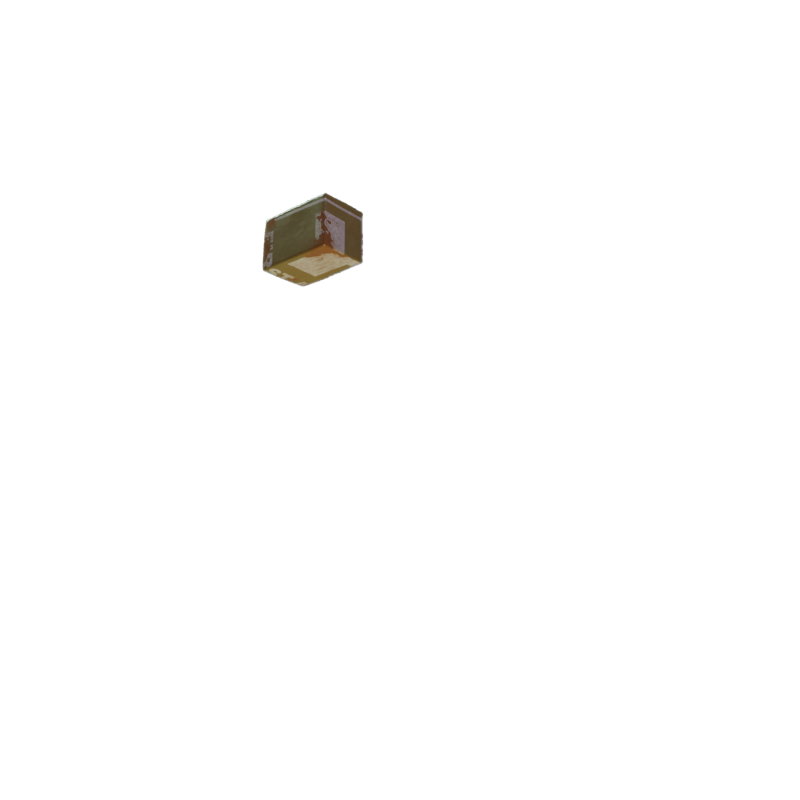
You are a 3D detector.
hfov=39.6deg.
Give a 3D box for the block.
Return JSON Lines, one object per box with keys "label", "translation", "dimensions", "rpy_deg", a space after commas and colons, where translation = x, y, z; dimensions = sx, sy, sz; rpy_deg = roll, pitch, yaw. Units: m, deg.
{"label": "block", "translation": [-0.078, -0.142, 0.994], "dimensions": [0.079, 0.054, 0.049], "rpy_deg": [-18, -28, 37]}
